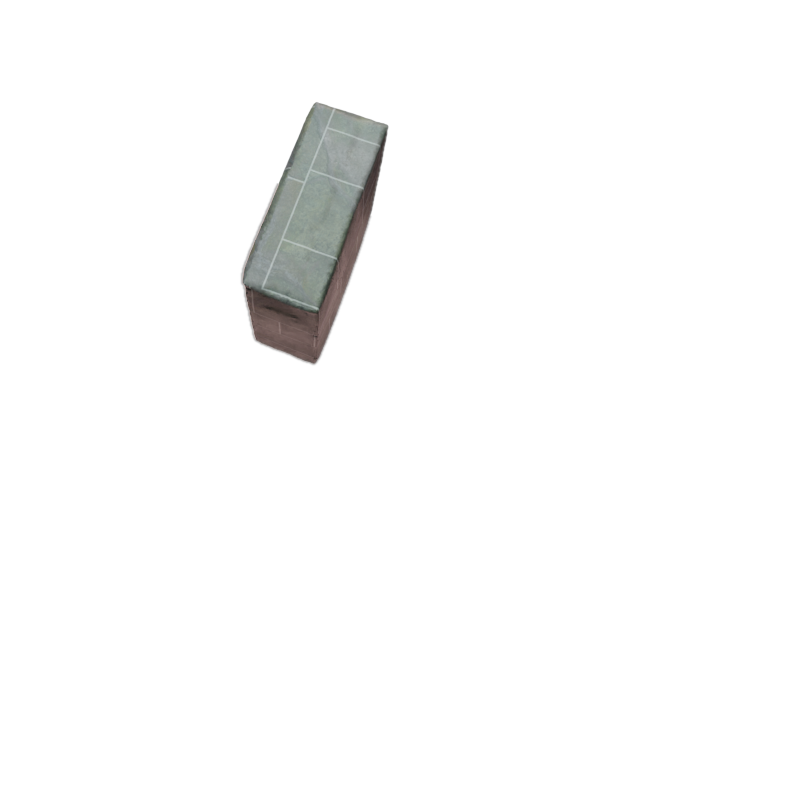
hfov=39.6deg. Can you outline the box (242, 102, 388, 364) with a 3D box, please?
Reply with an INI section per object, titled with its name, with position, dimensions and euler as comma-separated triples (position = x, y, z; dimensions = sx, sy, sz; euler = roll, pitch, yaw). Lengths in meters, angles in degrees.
[box]
position = -0.074, -0.135, 0.949
dimensions = 0.072, 0.168, 0.207
euler = 19, -12, 0
